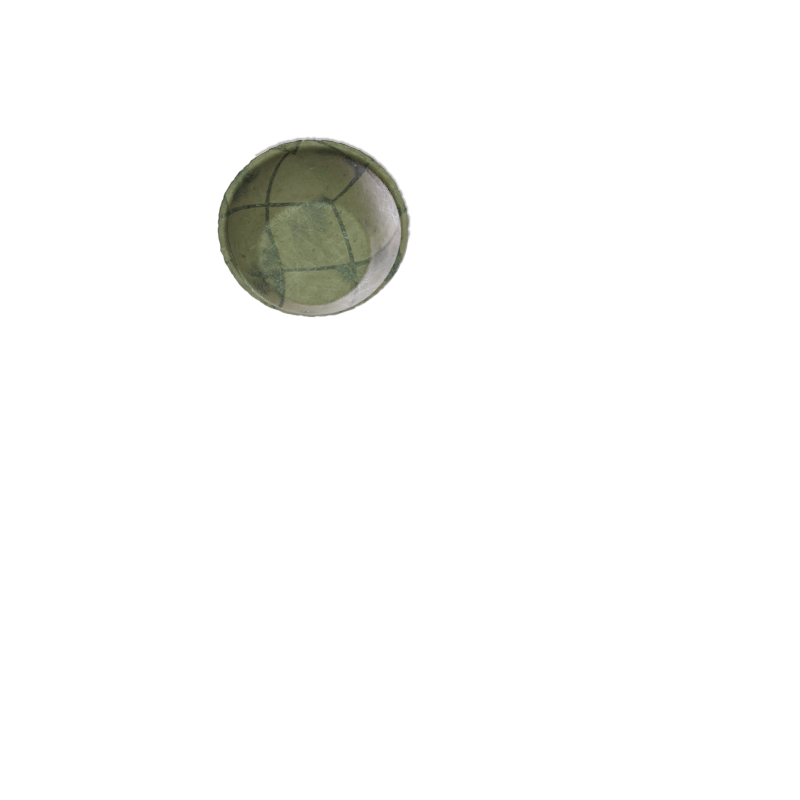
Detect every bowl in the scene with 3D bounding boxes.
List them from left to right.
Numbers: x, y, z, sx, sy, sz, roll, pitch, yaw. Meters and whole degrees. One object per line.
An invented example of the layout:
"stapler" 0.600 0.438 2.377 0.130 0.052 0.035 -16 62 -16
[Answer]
"bowl" -0.071 -0.130 0.912 0.162 0.154 0.058 1 24 -1
